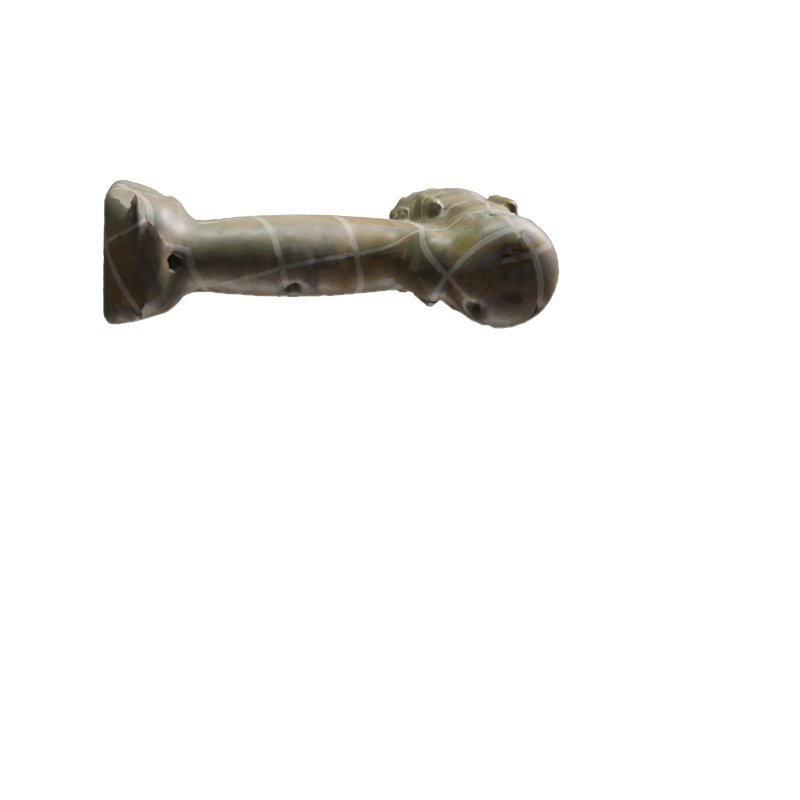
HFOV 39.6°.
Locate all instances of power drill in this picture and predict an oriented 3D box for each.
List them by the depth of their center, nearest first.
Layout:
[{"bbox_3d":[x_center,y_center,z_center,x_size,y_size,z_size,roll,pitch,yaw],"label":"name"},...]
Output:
[{"bbox_3d":[-0.040,-0.073,0.510,0.186,0.056,0.191,-2,13,-9],"label":"power drill"}]
